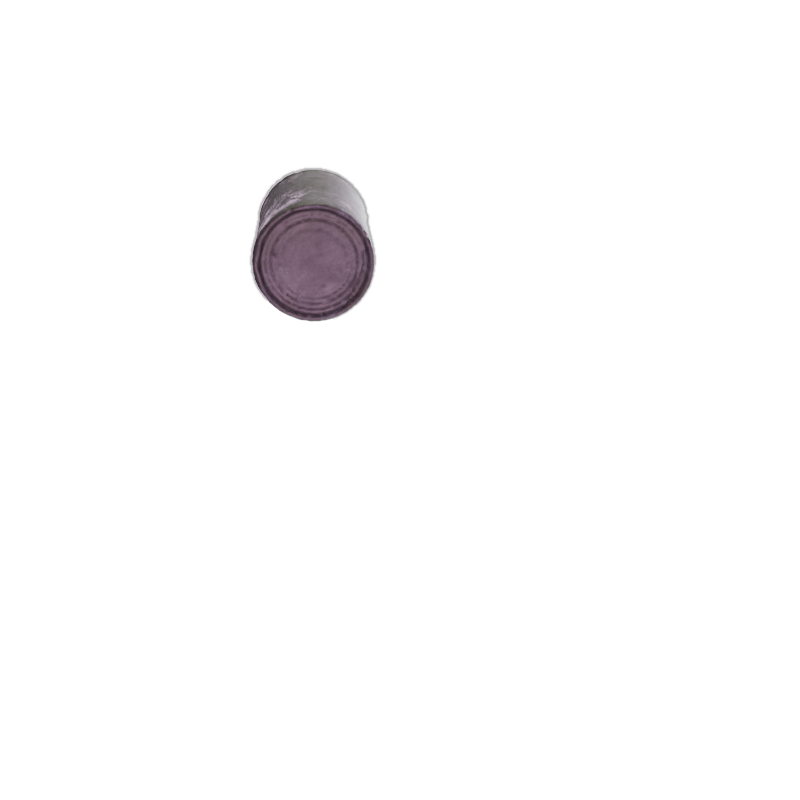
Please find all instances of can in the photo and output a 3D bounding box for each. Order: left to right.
[{"bbox_3d":[-0.050,-0.091,0.640,0.068,0.066,0.106,0,19,-3],"label":"can"}]
